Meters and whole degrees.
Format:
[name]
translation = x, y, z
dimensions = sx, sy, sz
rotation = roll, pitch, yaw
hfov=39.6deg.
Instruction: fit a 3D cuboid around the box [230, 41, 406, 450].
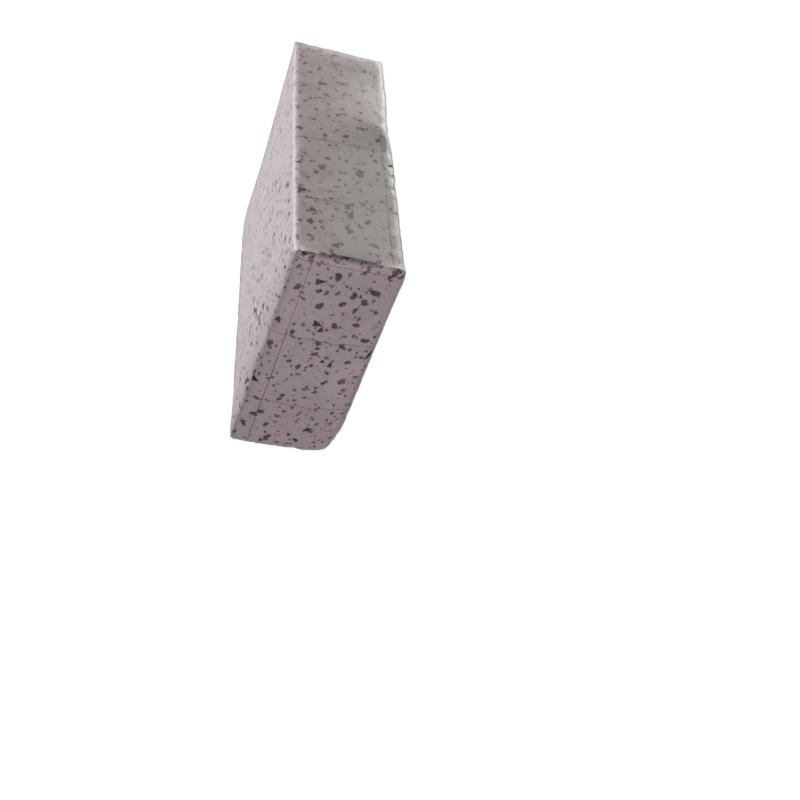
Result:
[box]
translation = -0.056, -0.102, 0.715
dimensions = 0.070, 0.230, 0.156
rotation = 11, -47, -15
